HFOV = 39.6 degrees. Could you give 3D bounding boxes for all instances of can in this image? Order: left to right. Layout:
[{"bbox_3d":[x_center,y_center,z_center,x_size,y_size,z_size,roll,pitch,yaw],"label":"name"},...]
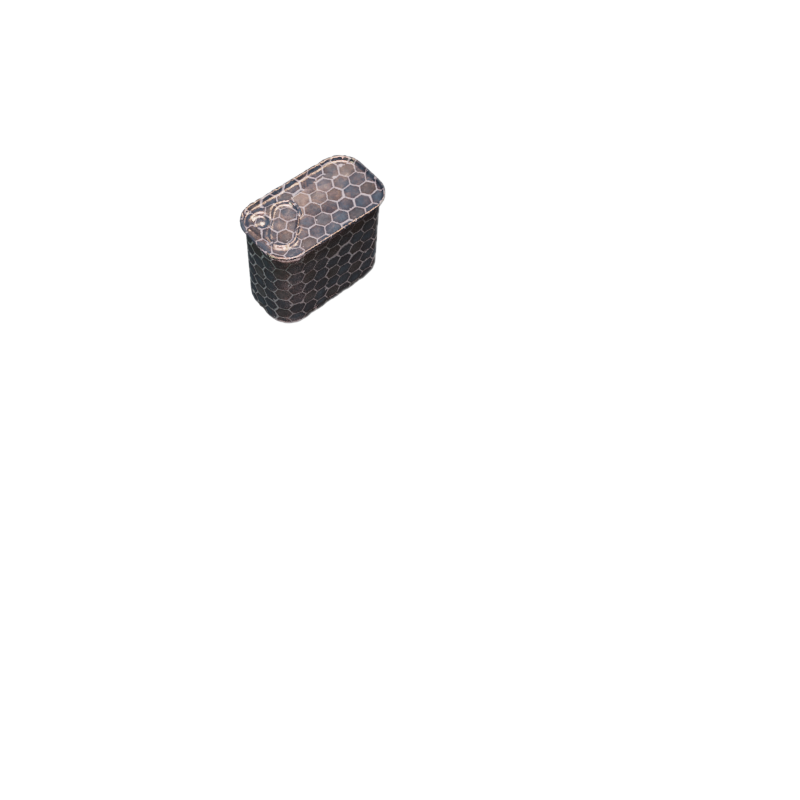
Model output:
[{"bbox_3d":[-0.062,-0.113,0.793,0.102,0.061,0.078,-35,-25,-22],"label":"can"}]
